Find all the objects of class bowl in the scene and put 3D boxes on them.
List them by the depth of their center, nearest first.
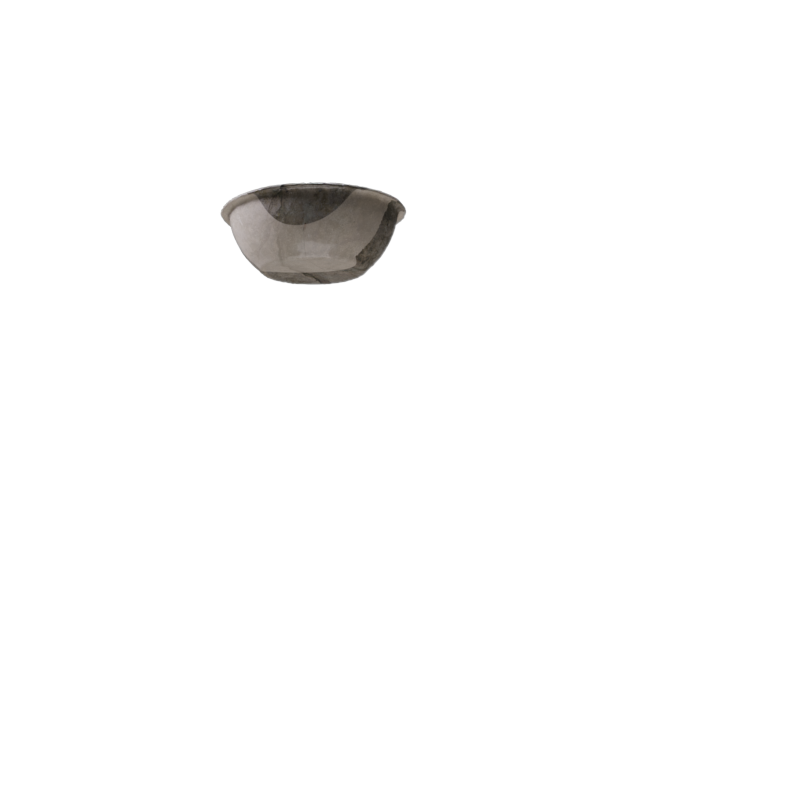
[{"bbox_3d":[-0.075,-0.137,0.963,0.162,0.057,0.157,0,-10,-2],"label":"bowl"}]
